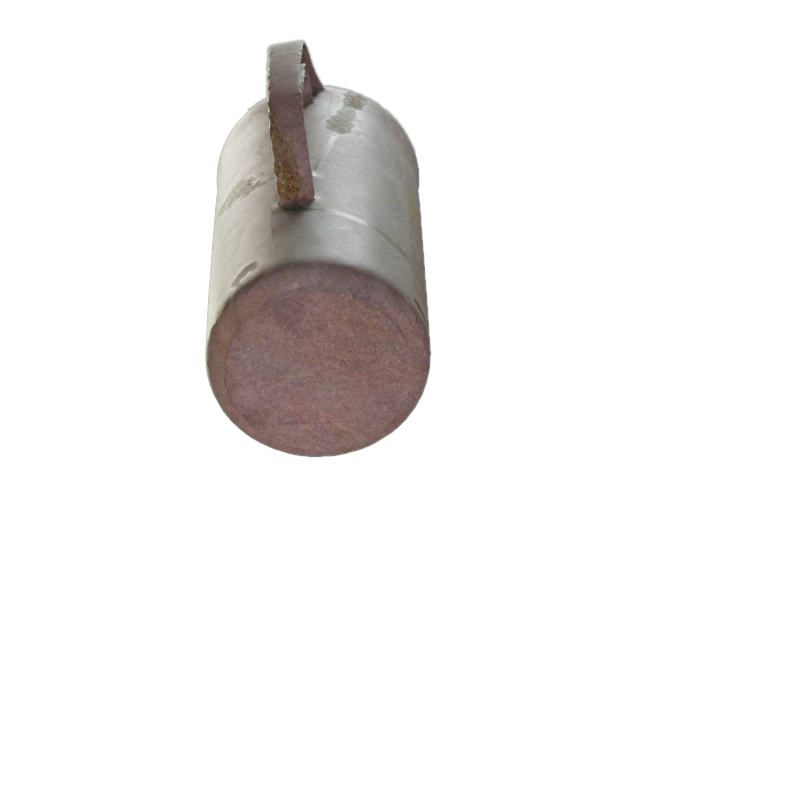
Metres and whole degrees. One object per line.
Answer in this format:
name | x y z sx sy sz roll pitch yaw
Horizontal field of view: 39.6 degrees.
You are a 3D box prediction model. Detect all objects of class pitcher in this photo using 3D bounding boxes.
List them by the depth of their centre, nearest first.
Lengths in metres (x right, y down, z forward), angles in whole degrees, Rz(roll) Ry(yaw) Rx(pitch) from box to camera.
pitcher | -0.049 -0.089 0.623 0.143 0.142 0.258 32 24 -20
